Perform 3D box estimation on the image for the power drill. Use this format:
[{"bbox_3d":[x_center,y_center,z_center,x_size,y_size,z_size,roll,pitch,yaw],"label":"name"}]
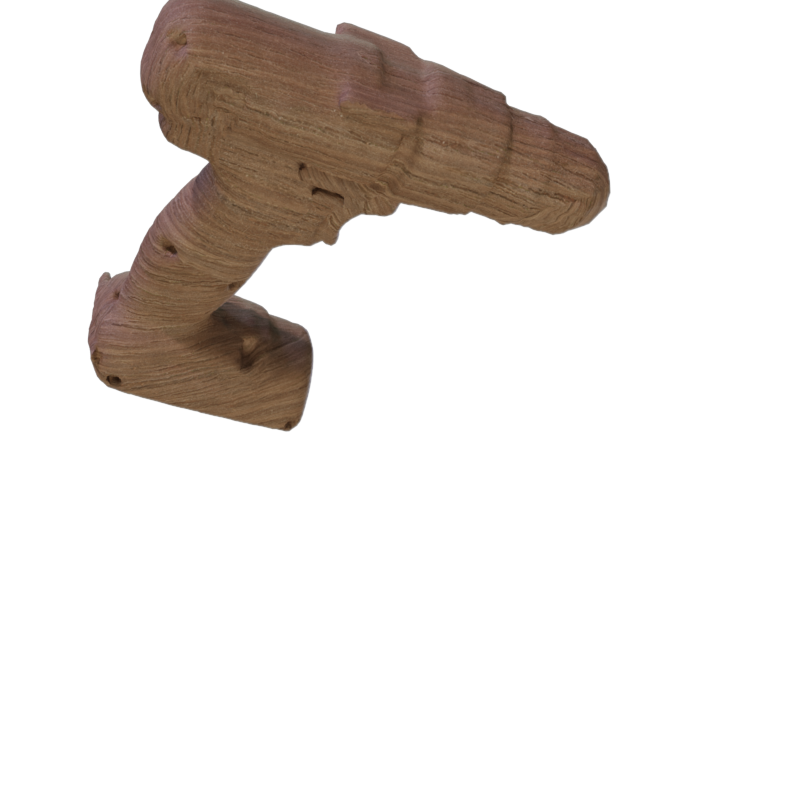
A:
[{"bbox_3d":[-0.035,-0.064,0.448,0.178,0.062,0.181,18,-46,-19],"label":"power drill"}]
